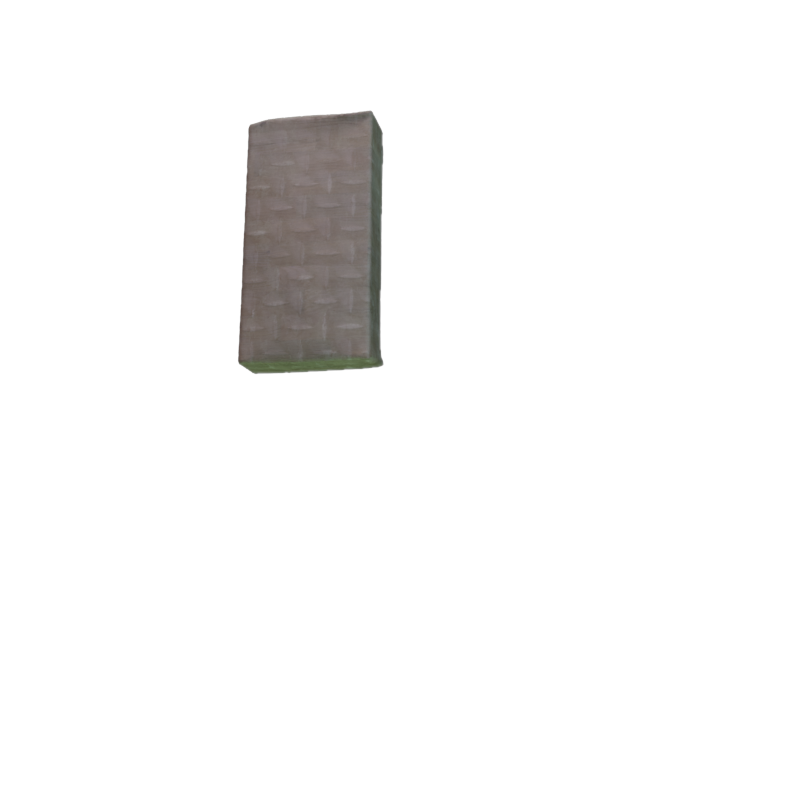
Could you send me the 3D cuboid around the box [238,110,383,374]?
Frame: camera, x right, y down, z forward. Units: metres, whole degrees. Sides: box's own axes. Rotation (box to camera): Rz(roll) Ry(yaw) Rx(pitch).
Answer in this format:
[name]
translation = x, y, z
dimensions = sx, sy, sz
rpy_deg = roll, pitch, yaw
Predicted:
[box]
translation = -0.060, -0.109, 0.764
dimensions = 0.095, 0.183, 0.046
rpy_deg = -4, -15, 13
